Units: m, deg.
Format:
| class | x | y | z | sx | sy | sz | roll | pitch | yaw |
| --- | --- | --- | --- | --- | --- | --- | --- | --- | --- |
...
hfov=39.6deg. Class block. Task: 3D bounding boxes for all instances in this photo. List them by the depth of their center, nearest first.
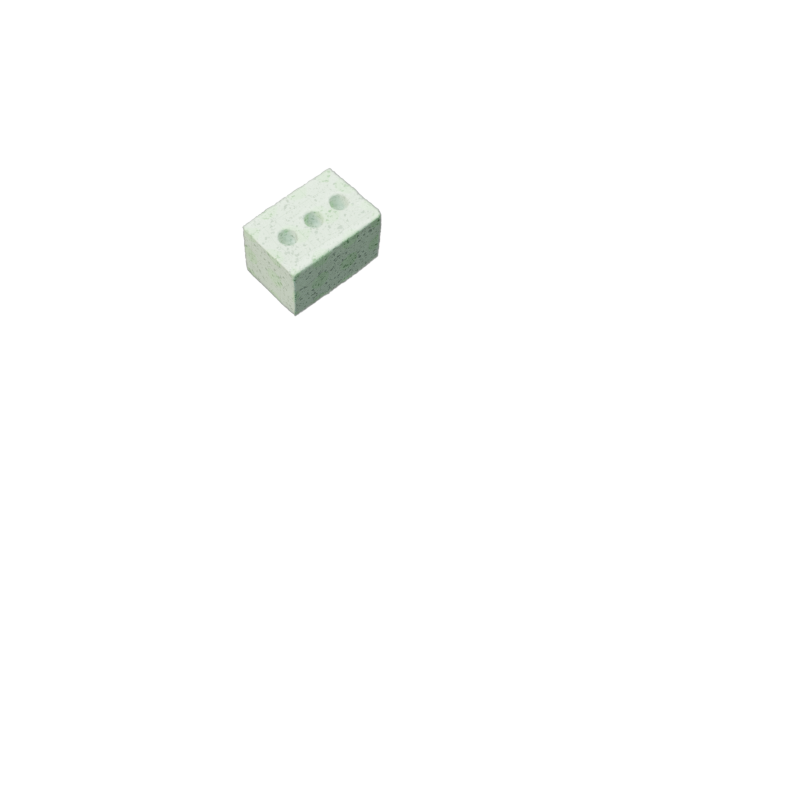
| class | x | y | z | sx | sy | sz | roll | pitch | yaw |
| --- | --- | --- | --- | --- | --- | --- | --- | --- | --- |
| block | -0.057 | -0.105 | 0.733 | 0.079 | 0.056 | 0.048 | -38 | -24 | -23 |
